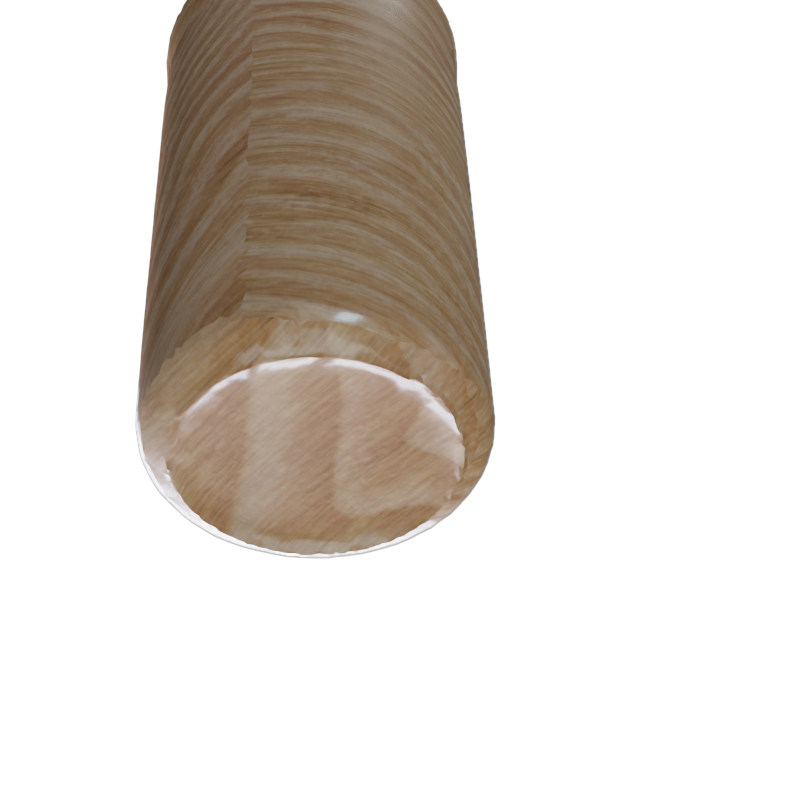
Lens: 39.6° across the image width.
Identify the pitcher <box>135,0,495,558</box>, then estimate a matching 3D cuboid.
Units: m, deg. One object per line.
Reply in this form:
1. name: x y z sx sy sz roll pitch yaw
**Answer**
1. pitcher: -0.033 -0.061 0.427 0.144 0.261 0.139 -32 -54 23
